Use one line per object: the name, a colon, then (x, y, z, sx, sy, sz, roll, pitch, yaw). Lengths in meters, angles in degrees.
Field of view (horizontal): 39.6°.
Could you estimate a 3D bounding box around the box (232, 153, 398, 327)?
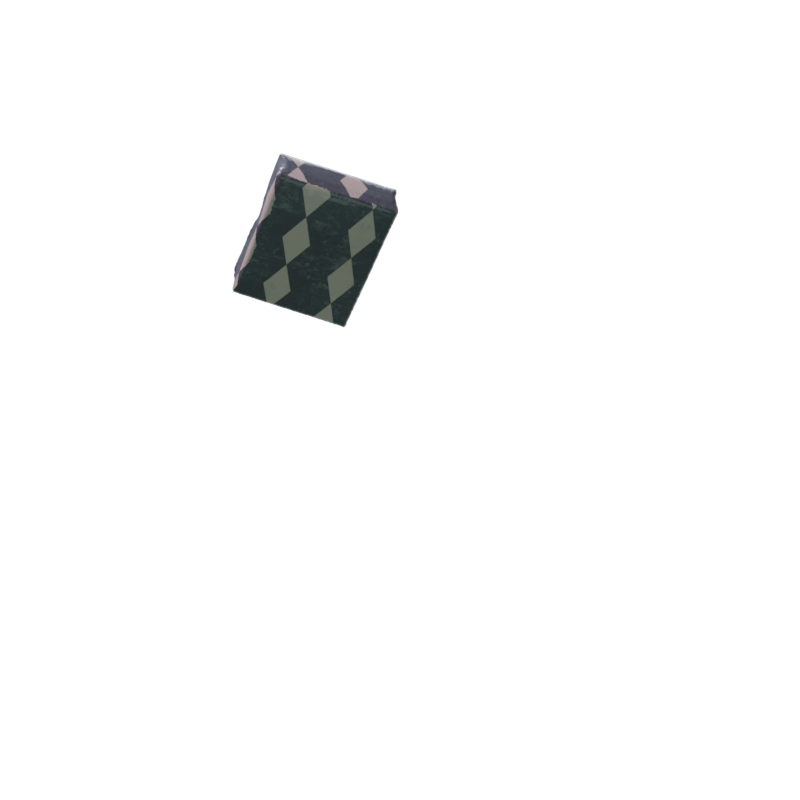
box: (-0.051, -0.093, 0.655, 0.071, 0.085, 0.032, 18, 33, -13)
